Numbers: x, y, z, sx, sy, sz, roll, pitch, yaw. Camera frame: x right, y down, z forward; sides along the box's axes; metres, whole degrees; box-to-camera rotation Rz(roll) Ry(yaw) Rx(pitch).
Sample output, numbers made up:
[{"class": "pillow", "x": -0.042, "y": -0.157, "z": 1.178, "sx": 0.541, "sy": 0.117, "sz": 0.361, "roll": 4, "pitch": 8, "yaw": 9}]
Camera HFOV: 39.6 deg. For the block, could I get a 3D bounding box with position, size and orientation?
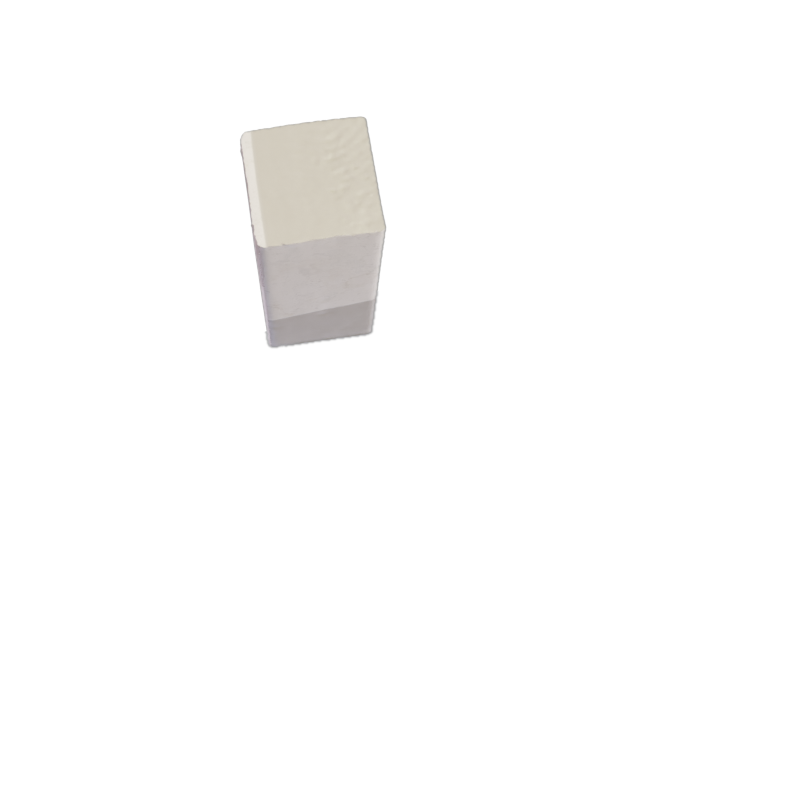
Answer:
[{"class": "block", "x": -0.066, "y": -0.120, "z": 0.838, "sx": 0.090, "sy": 0.095, "sz": 0.197, "roll": -8, "pitch": -17, "yaw": -6}]
